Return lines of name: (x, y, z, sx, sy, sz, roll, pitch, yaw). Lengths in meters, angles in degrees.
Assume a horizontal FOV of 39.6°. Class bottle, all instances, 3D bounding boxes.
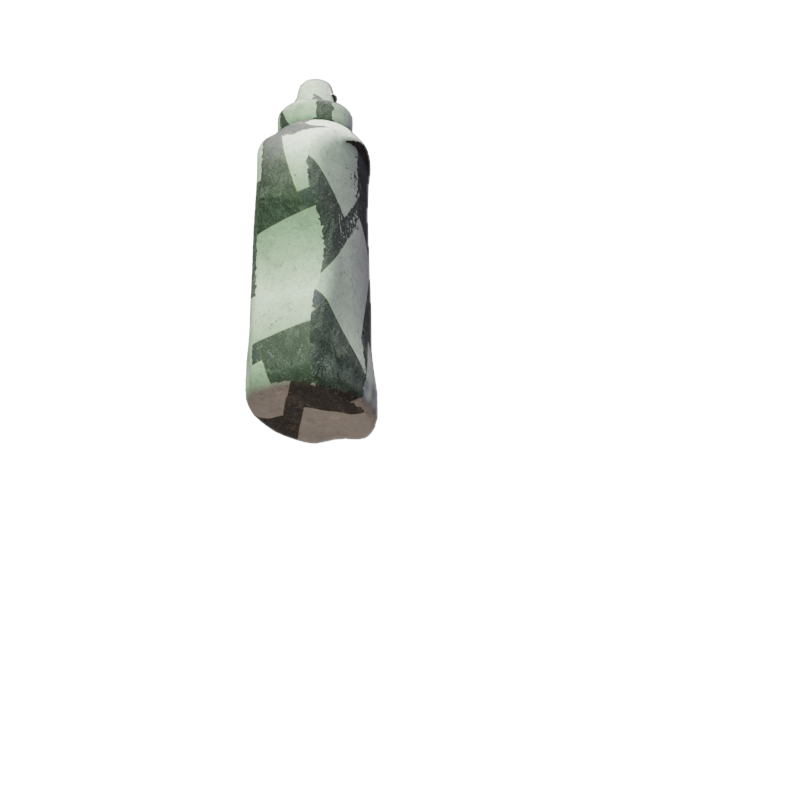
bottle: (-0.044, -0.082, 0.573, 0.059, 0.203, 0.089, -9, -25, 15)
